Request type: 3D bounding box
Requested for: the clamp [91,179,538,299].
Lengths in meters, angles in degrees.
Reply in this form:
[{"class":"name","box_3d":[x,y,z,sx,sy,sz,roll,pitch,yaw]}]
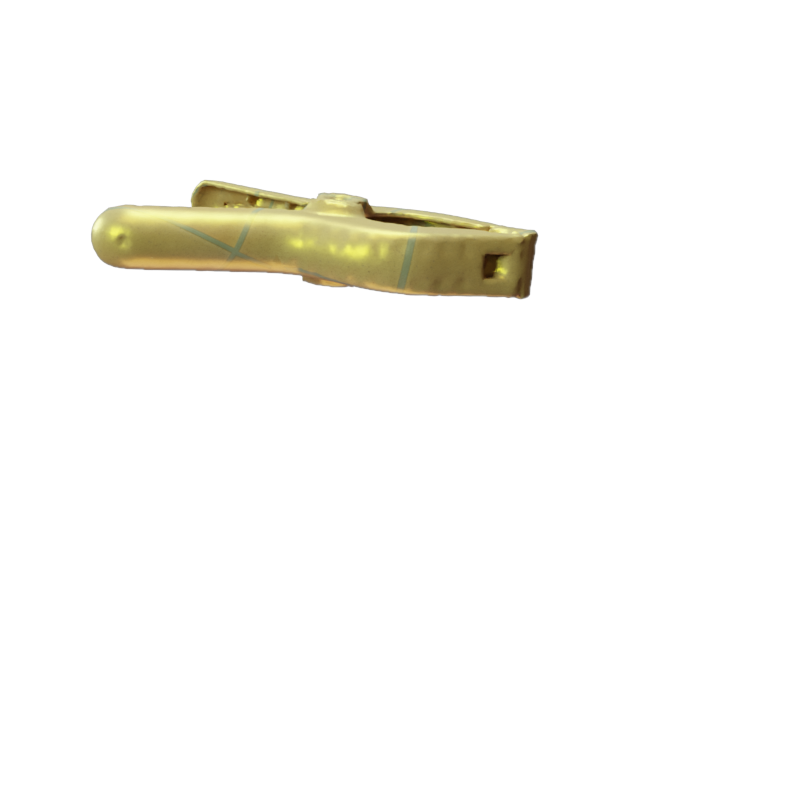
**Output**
[{"class":"clamp","box_3d":[-0.035,-0.064,0.450,0.177,0.038,0.121,9,23,21]}]
